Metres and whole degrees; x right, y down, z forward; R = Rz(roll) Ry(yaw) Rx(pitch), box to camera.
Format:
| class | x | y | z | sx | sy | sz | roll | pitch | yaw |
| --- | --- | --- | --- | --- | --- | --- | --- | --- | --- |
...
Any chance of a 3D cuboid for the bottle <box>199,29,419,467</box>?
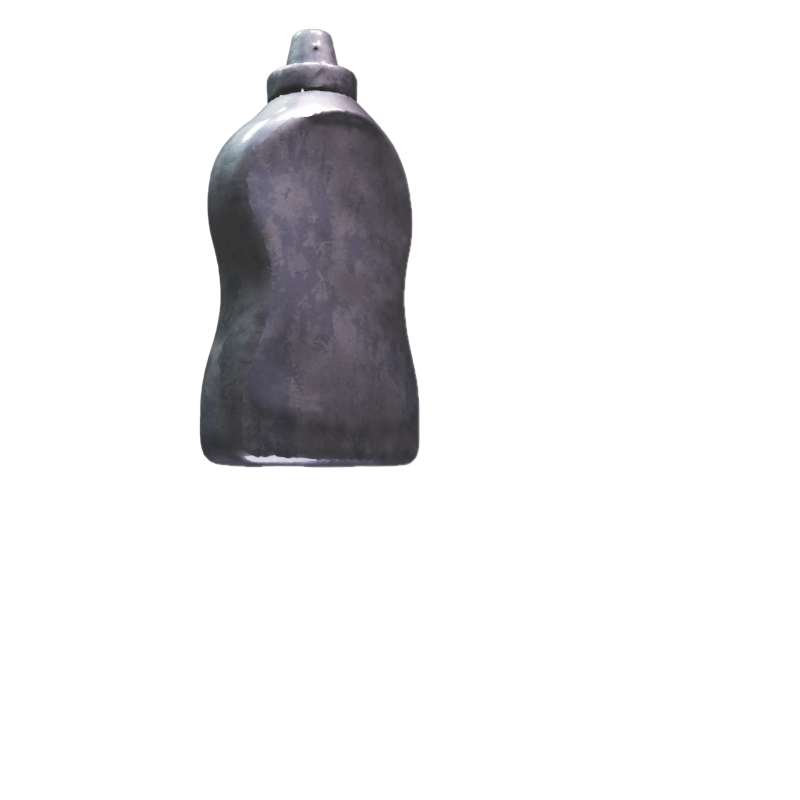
| class | x | y | z | sx | sy | sz | roll | pitch | yaw |
| --- | --- | --- | --- | --- | --- | --- | --- | --- | --- |
| bottle | -0.038 | -0.069 | 0.482 | 0.092 | 0.197 | 0.059 | 6 | -13 | -34 |
